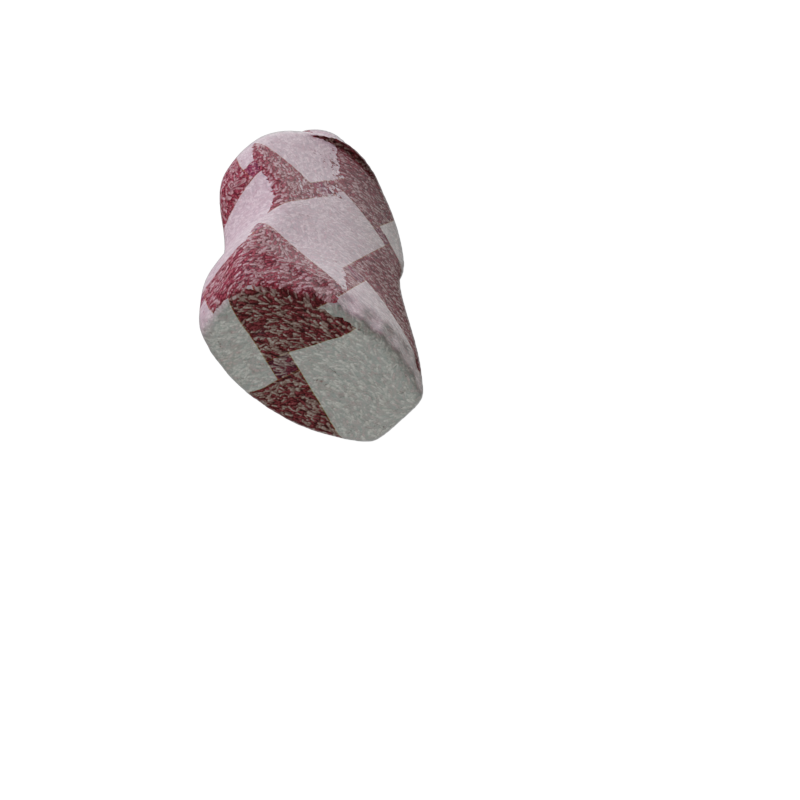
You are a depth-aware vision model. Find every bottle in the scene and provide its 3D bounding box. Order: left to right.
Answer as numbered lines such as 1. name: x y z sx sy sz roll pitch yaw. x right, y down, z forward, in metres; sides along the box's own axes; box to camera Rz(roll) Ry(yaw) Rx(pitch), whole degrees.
1. bottle: -0.040 -0.073 0.512 0.091 0.057 0.205 31 29 -24
